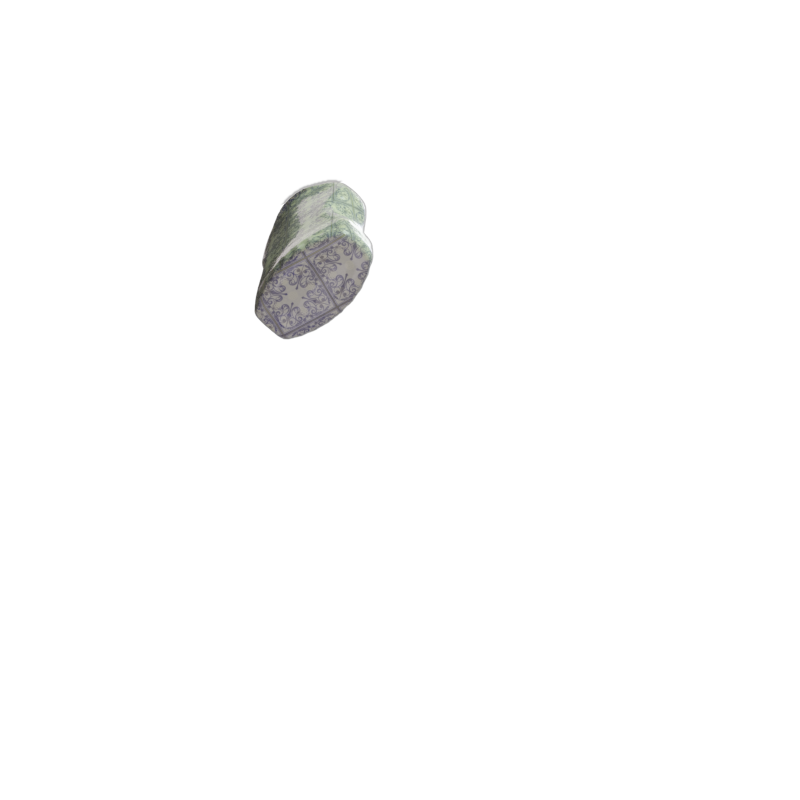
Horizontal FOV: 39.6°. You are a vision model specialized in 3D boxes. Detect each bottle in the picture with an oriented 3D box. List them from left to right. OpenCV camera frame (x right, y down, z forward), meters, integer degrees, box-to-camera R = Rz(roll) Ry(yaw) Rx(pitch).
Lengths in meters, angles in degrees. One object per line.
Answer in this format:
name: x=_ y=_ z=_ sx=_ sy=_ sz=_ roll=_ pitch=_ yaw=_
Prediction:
bottle: x=-0.068 y=-0.125 z=0.878 sx=0.056 sy=0.095 sz=0.202 roll=40 pitch=18 yaw=-21
